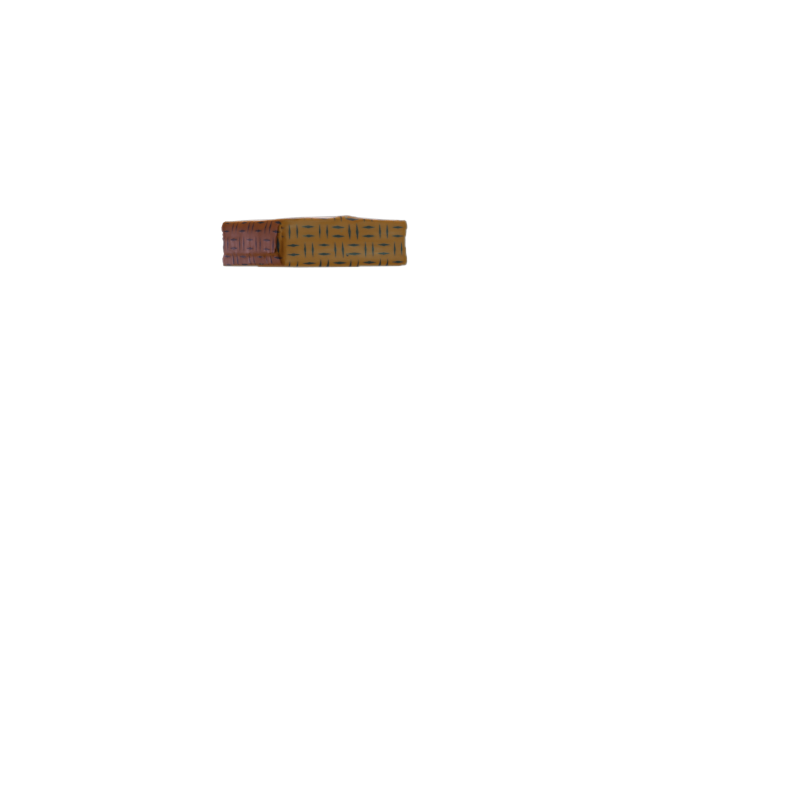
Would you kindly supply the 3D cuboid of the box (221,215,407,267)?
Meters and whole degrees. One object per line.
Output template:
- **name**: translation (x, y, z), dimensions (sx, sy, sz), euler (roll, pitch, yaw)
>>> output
- **box**: translation (-0.052, -0.095, 0.663), dimensions (0.086, 0.030, 0.076), euler (-4, 8, -33)
